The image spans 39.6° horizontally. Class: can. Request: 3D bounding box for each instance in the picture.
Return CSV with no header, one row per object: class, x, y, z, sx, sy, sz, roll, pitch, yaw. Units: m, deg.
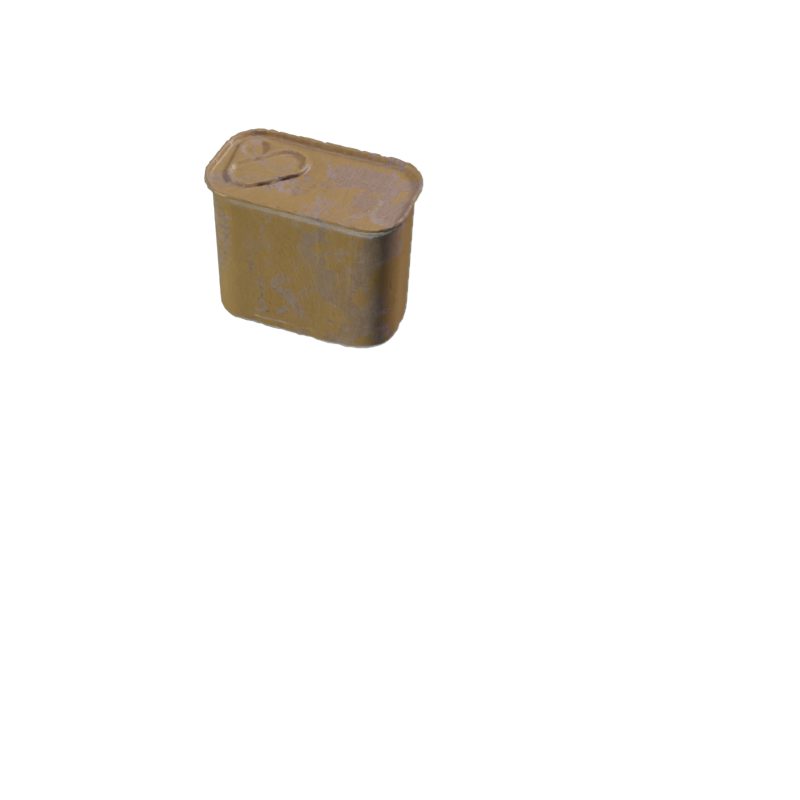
can,-0.043,-0.079,0.553,0.105,0.078,0.060,16,46,14
